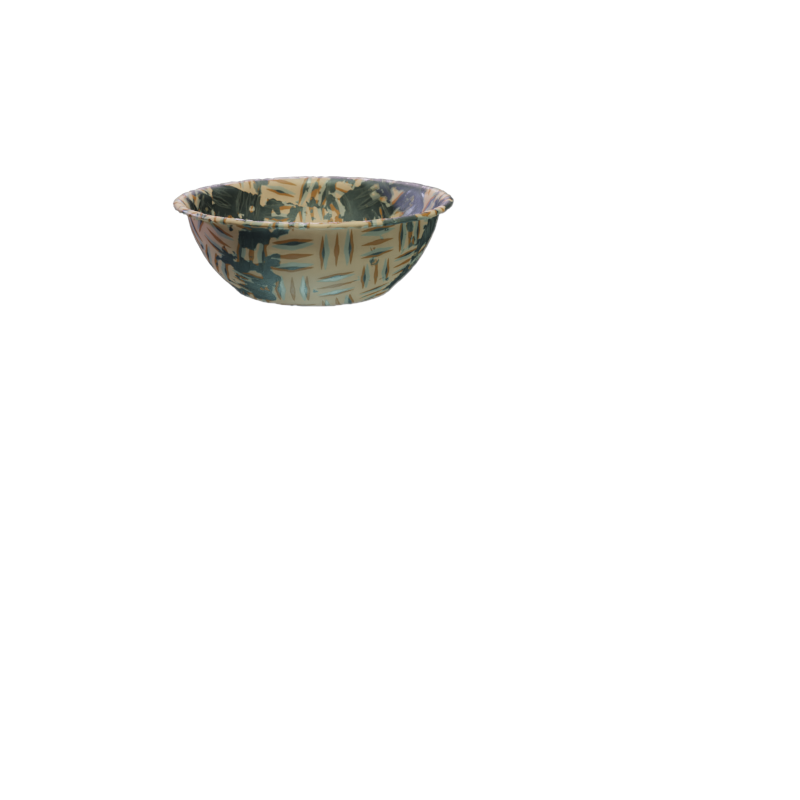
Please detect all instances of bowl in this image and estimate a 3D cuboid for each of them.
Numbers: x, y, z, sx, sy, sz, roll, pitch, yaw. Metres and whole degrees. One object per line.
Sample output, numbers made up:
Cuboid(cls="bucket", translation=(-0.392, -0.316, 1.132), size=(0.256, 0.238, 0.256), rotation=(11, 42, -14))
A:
Cuboid(cls="bowl", translation=(-0.051, -0.092, 0.647), size=(0.162, 0.053, 0.168), rotation=(-1, 19, -2))
